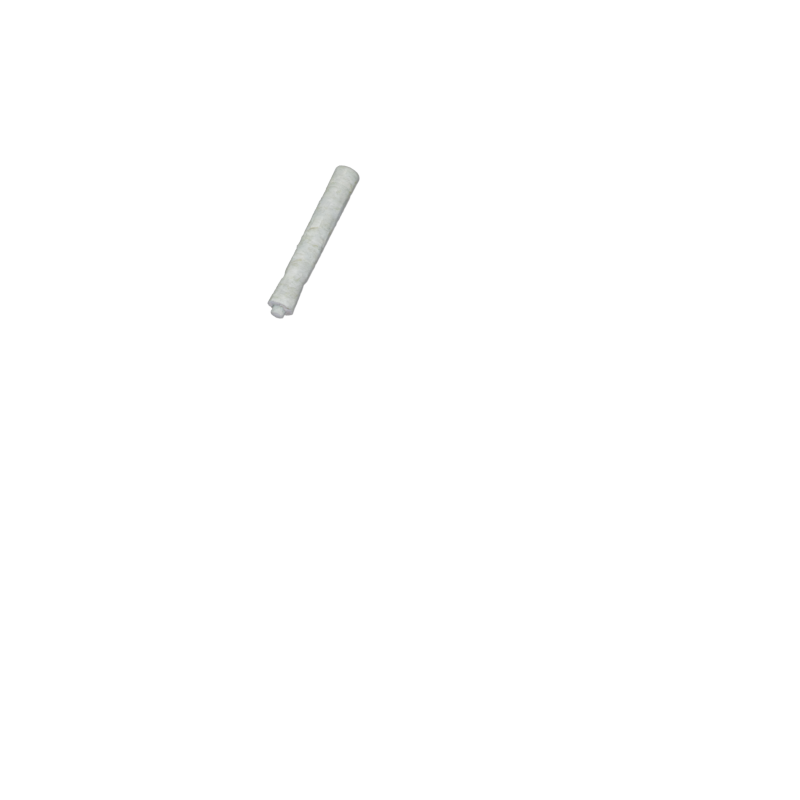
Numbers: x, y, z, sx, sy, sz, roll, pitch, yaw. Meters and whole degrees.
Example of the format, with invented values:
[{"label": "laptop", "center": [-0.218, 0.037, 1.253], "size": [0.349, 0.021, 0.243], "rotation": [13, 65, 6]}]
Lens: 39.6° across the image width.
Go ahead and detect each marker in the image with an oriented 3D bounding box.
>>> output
[{"label": "marker", "center": [-0.060, -0.109, 0.765], "size": [0.020, 0.125, 0.019], "rotation": [21, -24, 7]}]
